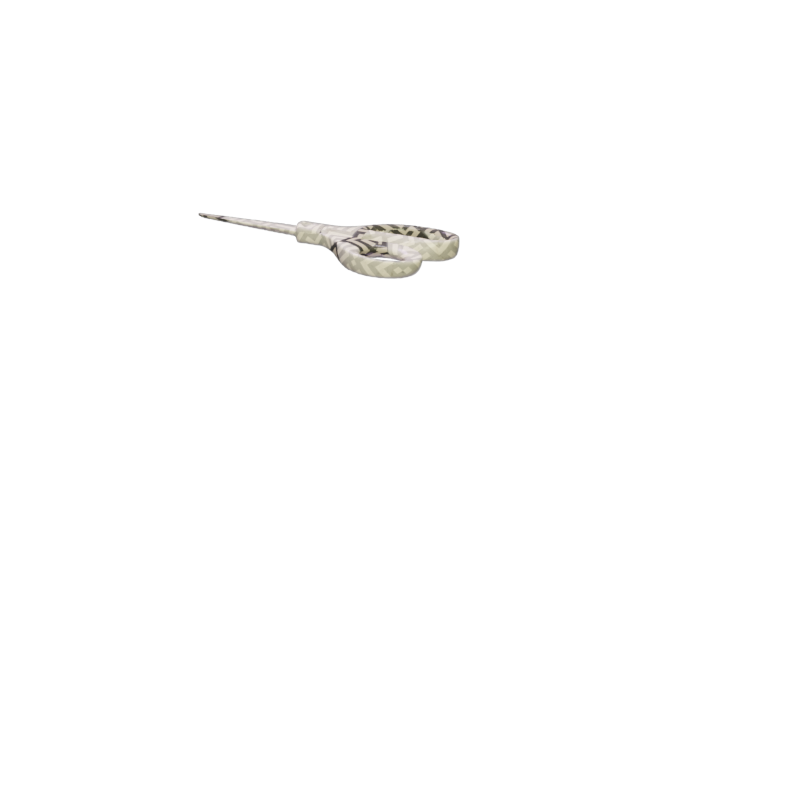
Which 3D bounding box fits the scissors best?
[{"bbox_3d":[-0.061,-0.111,0.781,0.205,0.015,0.099,6,25,12],"label":"scissors"}]
